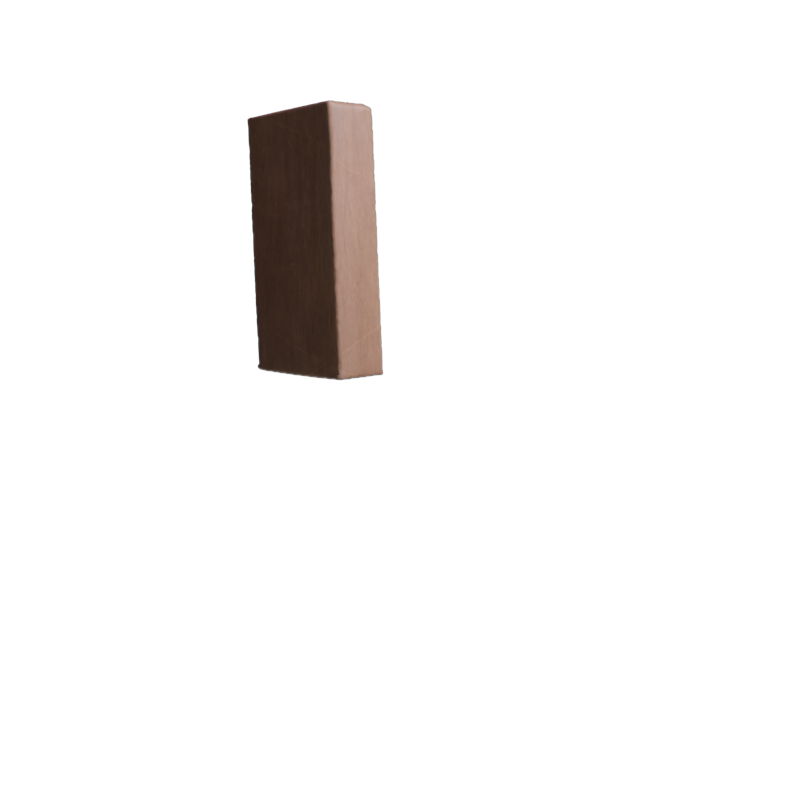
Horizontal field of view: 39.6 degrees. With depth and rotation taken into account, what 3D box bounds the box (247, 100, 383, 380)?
[{"bbox_3d":[-0.057,-0.105,0.738,0.046,0.177,0.097,1,-1,-40],"label":"box"}]
